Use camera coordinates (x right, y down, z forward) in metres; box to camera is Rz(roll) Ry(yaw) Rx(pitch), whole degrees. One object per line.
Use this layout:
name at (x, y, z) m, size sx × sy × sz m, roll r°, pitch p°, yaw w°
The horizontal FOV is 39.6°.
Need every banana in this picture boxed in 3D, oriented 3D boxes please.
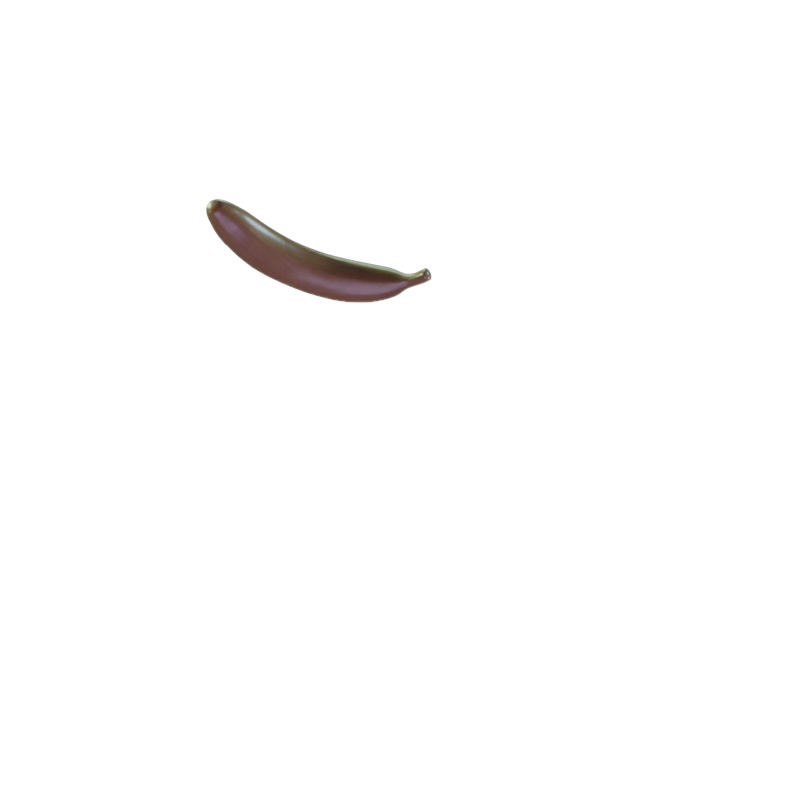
banana at (-0.076, -0.120, 0.931) m, size 0.192 × 0.039 × 0.067 m, roll 15°, pitch -45°, yaw -16°
